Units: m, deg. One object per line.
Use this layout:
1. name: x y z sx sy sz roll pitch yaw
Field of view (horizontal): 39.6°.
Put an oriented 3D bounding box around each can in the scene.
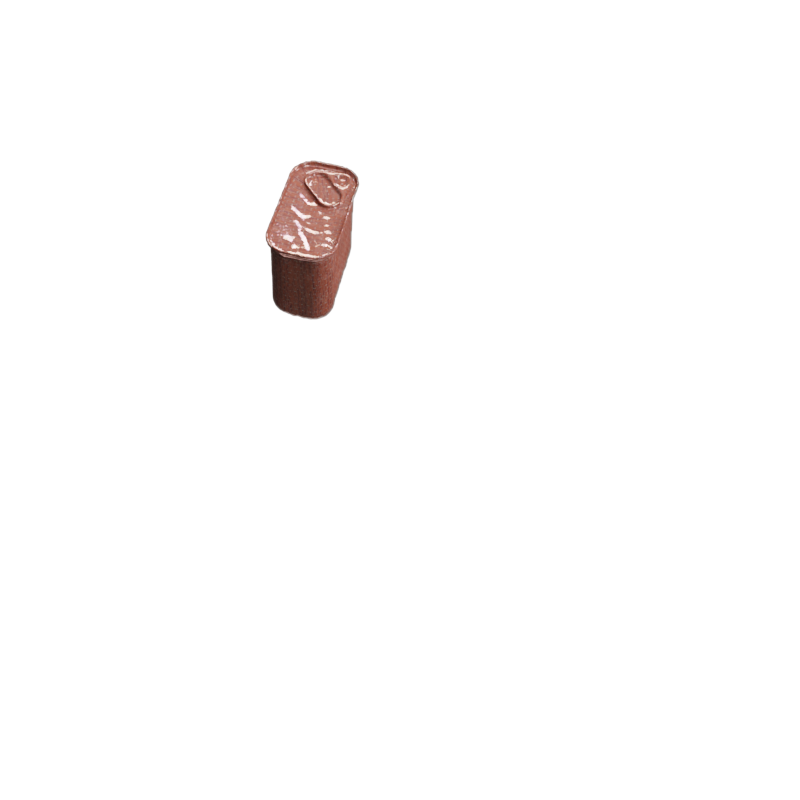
1. can: -0.071 -0.129 0.904 0.058 0.108 0.078 12 -36 6
